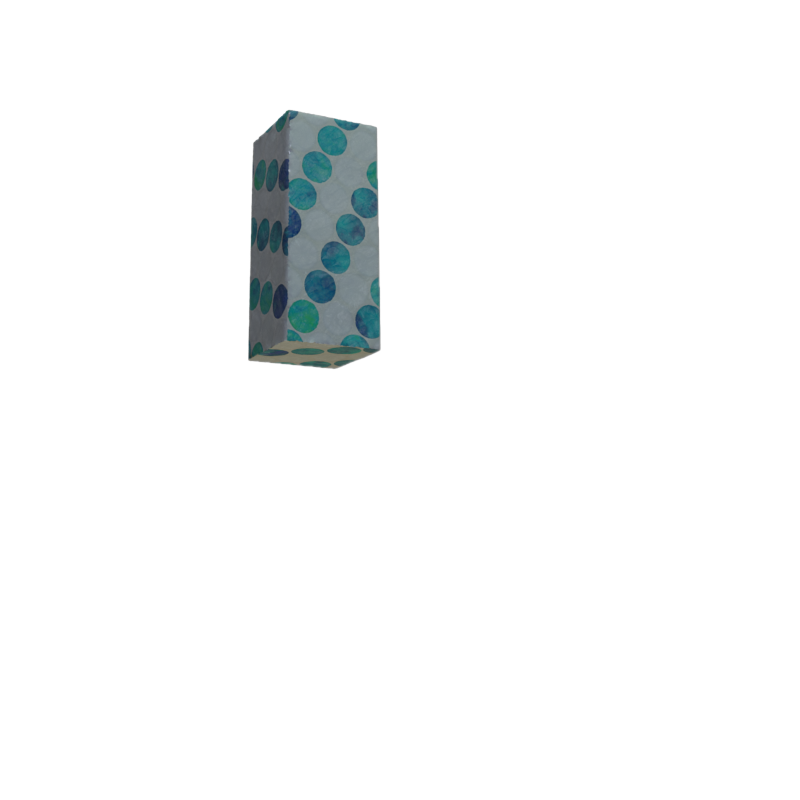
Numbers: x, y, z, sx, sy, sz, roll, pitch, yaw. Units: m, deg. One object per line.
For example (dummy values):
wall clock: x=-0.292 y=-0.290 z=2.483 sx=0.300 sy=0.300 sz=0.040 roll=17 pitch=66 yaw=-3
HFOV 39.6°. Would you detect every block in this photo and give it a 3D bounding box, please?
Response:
block: x=-0.077 y=-0.140 z=0.985 sx=0.087 sy=0.215 sz=0.090 roll=7 pitch=-18 yaw=-26
